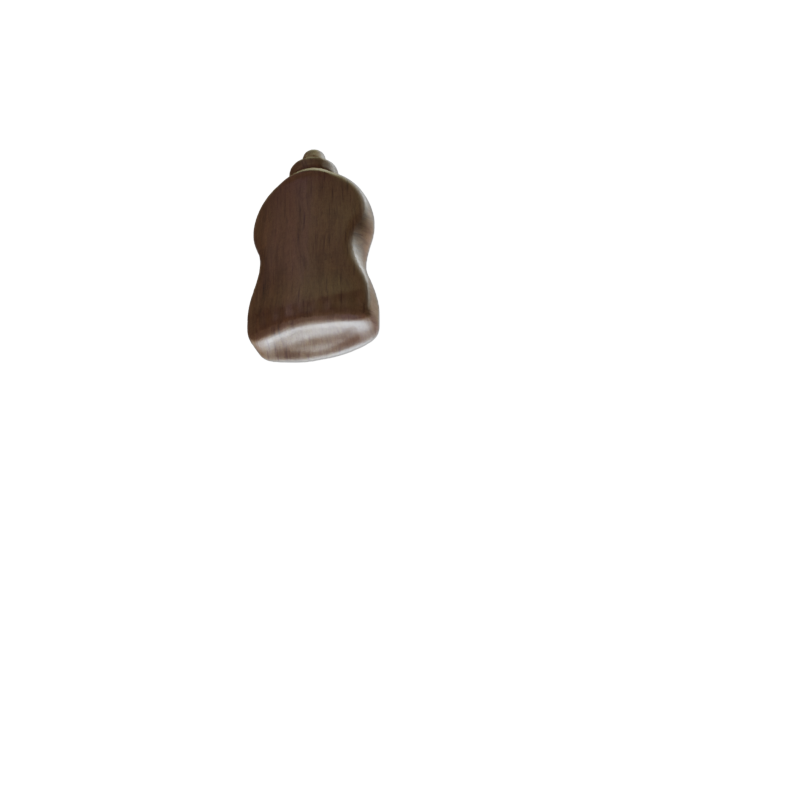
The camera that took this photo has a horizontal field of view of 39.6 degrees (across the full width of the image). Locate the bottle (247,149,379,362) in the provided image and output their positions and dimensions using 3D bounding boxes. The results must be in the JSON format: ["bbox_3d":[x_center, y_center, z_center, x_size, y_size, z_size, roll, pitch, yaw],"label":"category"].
[{"bbox_3d":[-0.068,-0.124,0.869,0.097,0.206,0.054,-14,-39,14],"label":"bottle"}]
